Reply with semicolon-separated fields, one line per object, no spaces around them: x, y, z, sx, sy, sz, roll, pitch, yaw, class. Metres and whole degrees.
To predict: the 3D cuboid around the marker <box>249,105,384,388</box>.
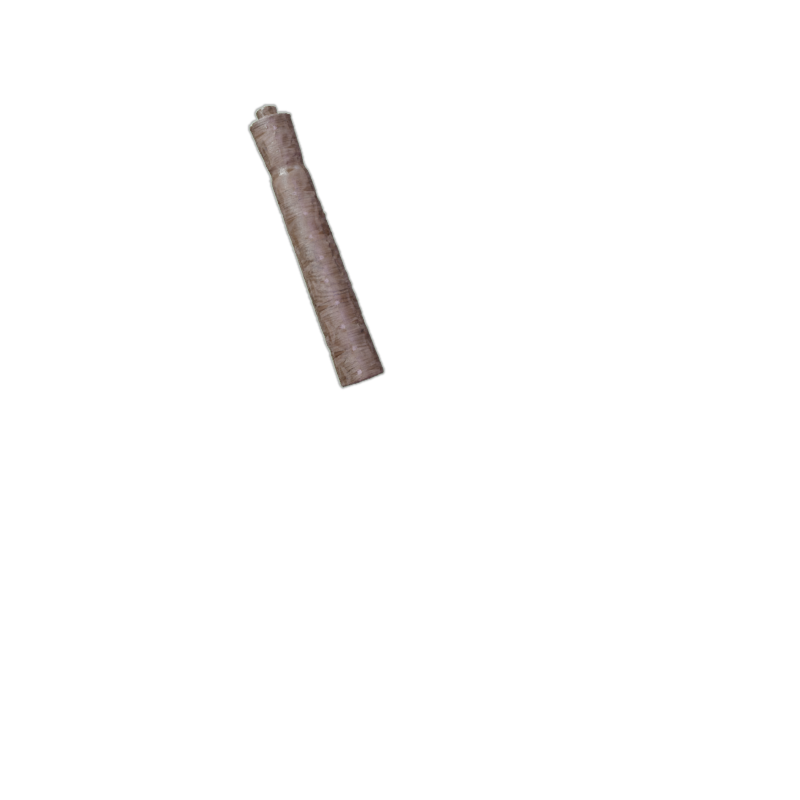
-0.036;-0.065;0.457;0.020;0.124;0.019;-19;-9;-4;marker
